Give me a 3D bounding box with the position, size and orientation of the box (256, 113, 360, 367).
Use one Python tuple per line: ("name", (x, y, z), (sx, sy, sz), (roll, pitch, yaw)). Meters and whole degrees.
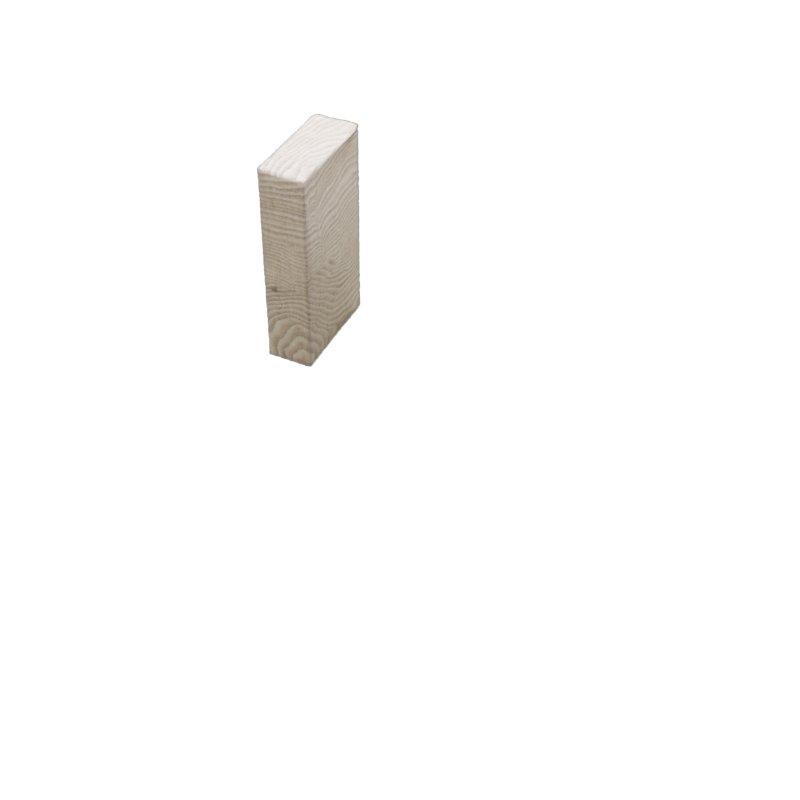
("box", (-0.067, -0.123, 0.864), (0.050, 0.164, 0.096), (18, 43, 17))
